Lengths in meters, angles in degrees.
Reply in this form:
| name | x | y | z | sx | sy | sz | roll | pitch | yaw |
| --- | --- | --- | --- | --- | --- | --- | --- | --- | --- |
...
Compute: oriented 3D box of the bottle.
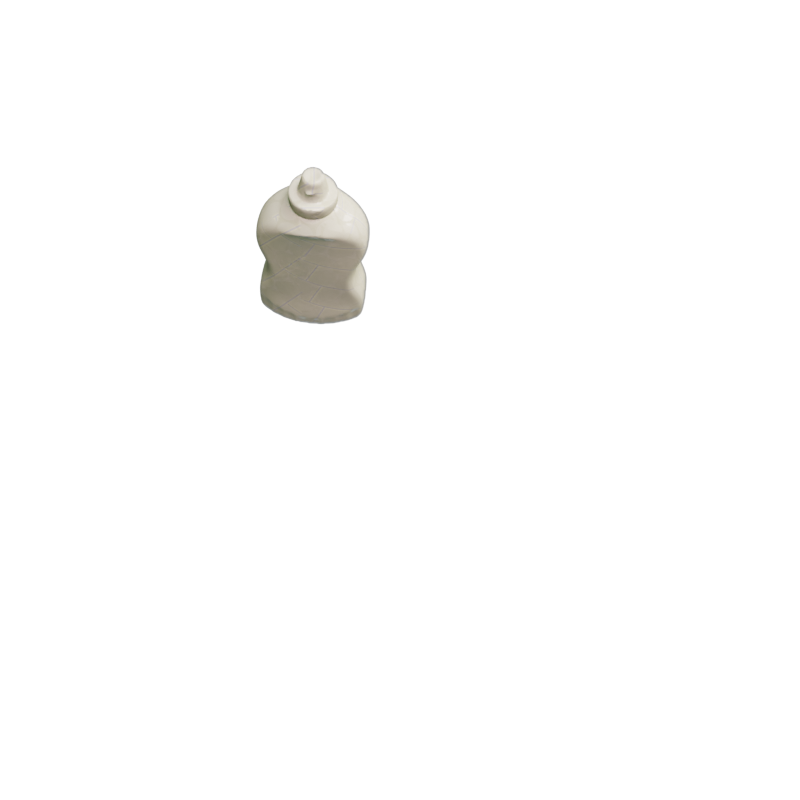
| name | x | y | z | sx | sy | sz | roll | pitch | yaw |
| --- | --- | --- | --- | --- | --- | --- | --- | --- | --- |
| bottle | -0.075 | -0.136 | 0.956 | 0.097 | 0.062 | 0.180 | 10 | -29 | 2 |
